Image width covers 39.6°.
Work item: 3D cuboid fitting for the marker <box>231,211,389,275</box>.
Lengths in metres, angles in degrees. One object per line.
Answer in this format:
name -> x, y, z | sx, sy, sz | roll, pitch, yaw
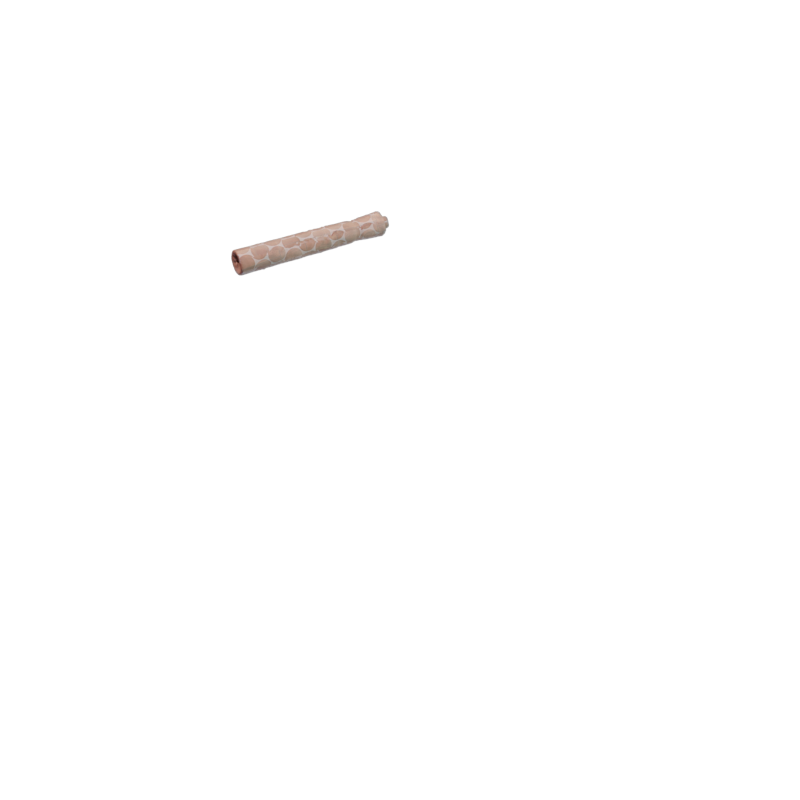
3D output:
marker -> -0.062, -0.114, 0.796 | 0.119, 0.019, 0.020 | -19, 12, -22
